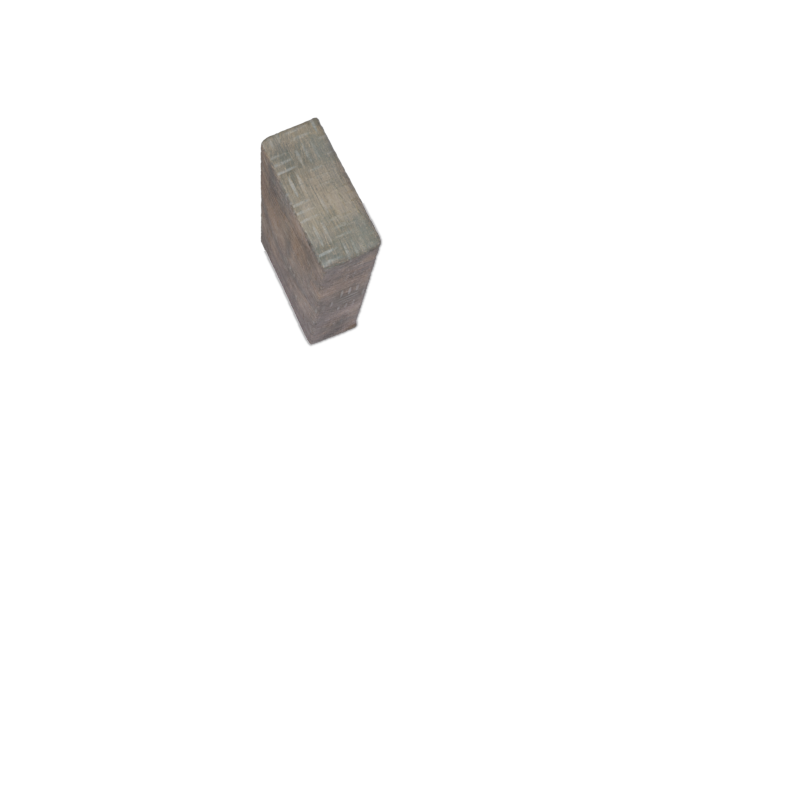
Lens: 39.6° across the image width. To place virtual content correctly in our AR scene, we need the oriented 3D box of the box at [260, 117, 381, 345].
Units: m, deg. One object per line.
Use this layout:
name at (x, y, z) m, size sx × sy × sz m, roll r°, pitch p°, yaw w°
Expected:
box at (-0.058, -0.105, 0.734) m, size 0.048 × 0.097 × 0.170 m, roll -24°, pitch -11°, yaw -9°
